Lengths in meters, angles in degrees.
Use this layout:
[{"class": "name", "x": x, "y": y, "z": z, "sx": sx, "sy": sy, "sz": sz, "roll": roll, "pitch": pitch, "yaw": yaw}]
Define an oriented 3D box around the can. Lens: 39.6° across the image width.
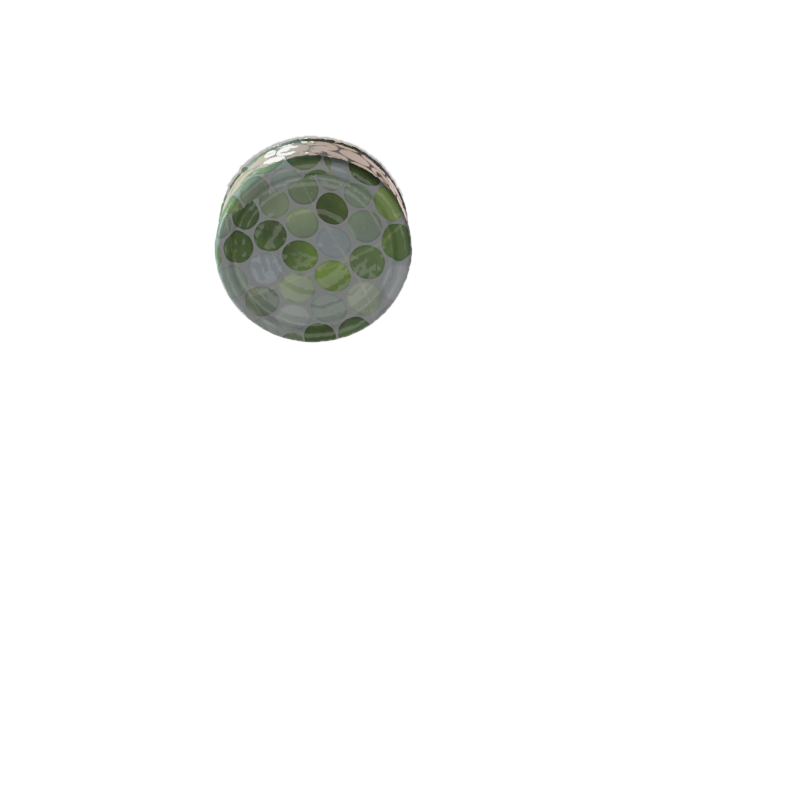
[{"class": "can", "x": -0.038, "y": -0.069, "z": 0.486, "sx": 0.086, "sy": 0.082, "sz": 0.035, "roll": 0, "pitch": 21, "yaw": -1}]
